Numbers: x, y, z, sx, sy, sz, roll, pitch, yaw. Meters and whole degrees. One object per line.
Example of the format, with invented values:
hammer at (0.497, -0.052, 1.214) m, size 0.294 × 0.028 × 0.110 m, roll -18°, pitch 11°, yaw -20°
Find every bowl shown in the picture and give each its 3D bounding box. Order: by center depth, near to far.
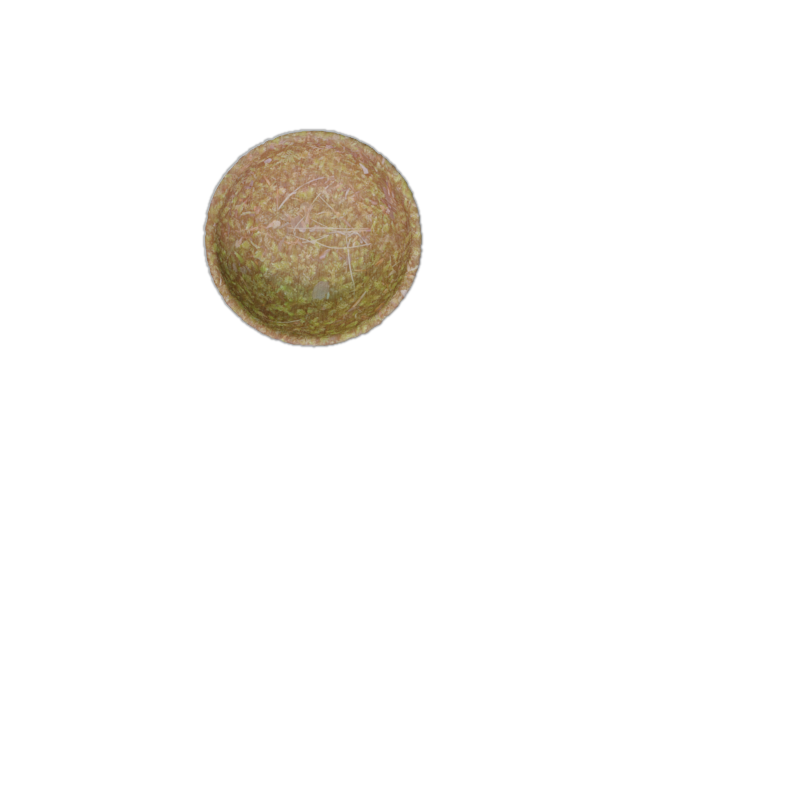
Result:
bowl at (-0.066, -0.120, 0.842) m, size 0.162 × 0.165 × 0.054 m, roll 0°, pitch -7°, yaw 0°
